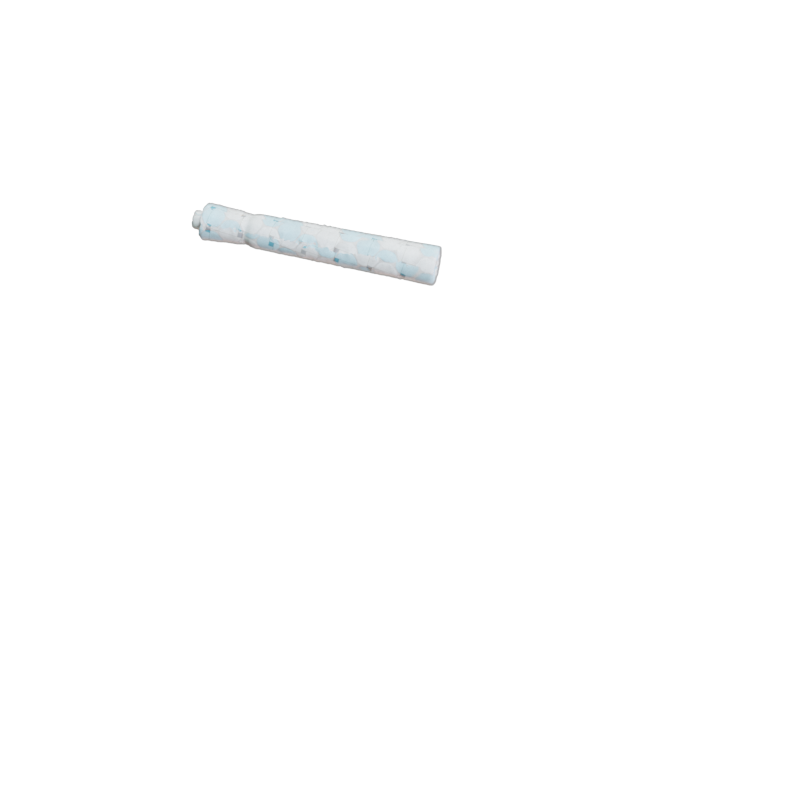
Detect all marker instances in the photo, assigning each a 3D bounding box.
[{"bbox_3d":[-0.041,-0.075,0.528,0.124,0.020,0.019,13,6,13],"label":"marker"}]
